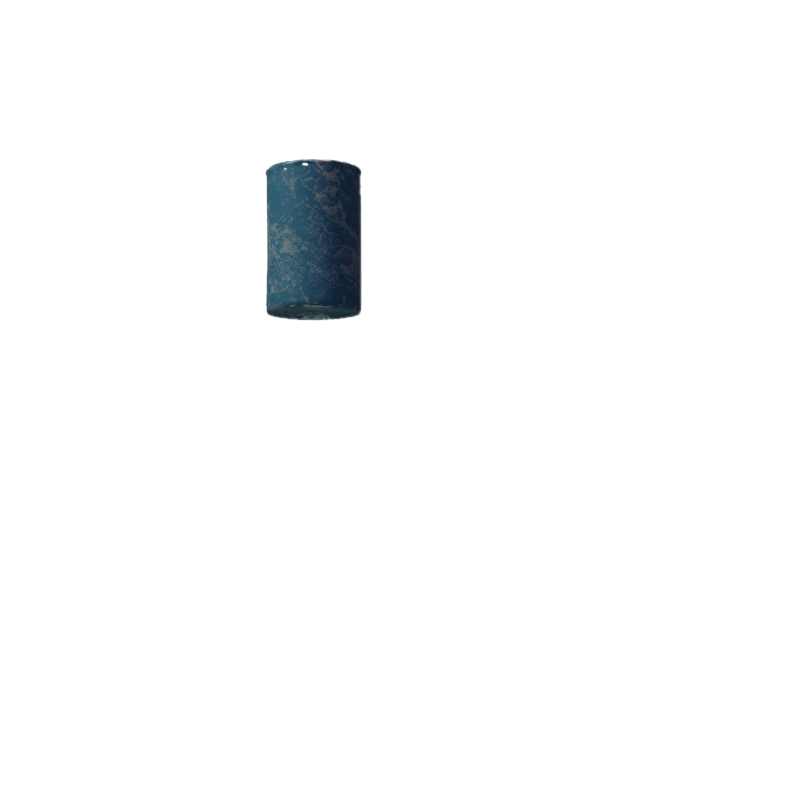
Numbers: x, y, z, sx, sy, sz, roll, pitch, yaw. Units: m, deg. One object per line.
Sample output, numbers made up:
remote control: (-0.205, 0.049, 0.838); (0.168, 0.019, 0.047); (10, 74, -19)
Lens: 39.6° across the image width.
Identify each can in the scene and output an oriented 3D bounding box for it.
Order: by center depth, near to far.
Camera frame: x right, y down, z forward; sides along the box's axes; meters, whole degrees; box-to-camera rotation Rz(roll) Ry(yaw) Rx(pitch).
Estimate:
can: (-0.061, -0.111, 0.775); (0.068, 0.105, 0.067); (0, -9, -2)
